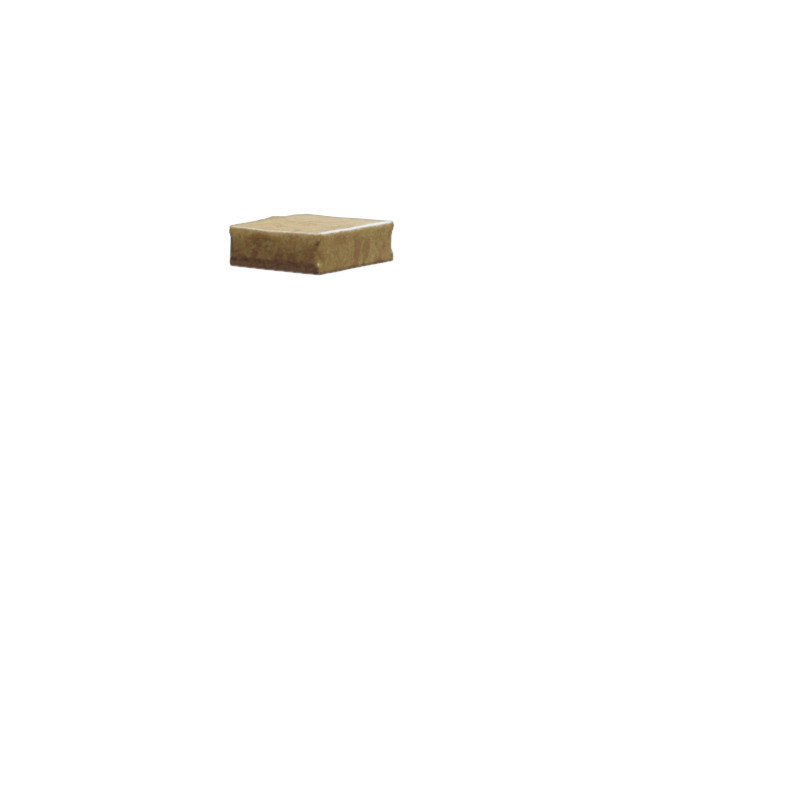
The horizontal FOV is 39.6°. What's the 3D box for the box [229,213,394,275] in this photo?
[{"bbox_3d":[-0.057,-0.104,0.730,0.076,0.029,0.088,10,18,32],"label":"box"}]
